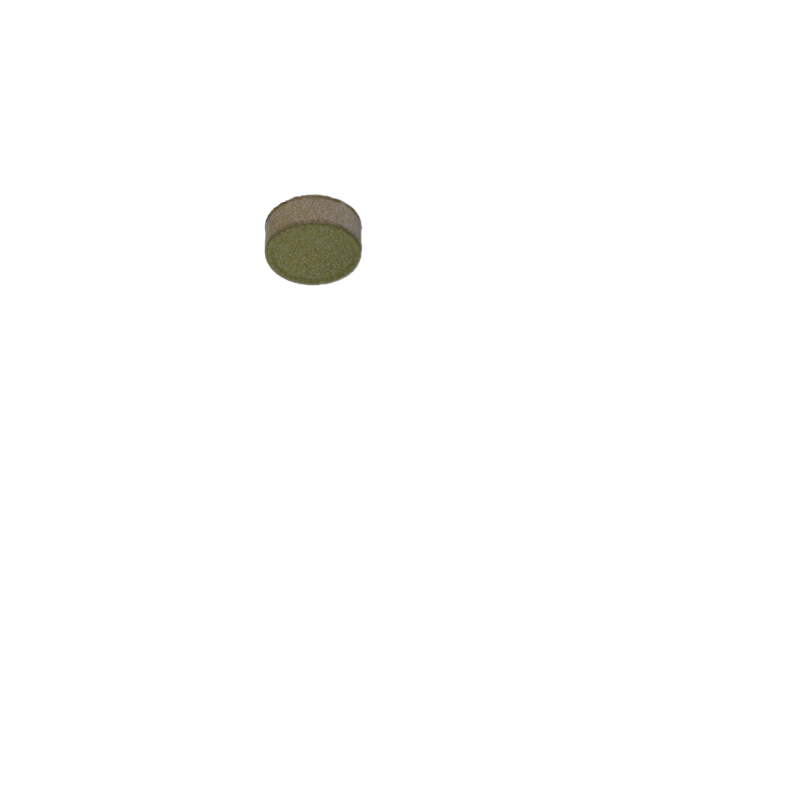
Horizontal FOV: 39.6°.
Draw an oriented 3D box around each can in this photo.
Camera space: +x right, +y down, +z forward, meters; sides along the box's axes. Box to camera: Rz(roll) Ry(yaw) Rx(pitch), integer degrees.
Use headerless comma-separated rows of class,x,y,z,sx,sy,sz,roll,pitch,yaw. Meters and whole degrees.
can,-0.075,-0.138,0.964,0.086,0.036,0.080,1,-36,-2
